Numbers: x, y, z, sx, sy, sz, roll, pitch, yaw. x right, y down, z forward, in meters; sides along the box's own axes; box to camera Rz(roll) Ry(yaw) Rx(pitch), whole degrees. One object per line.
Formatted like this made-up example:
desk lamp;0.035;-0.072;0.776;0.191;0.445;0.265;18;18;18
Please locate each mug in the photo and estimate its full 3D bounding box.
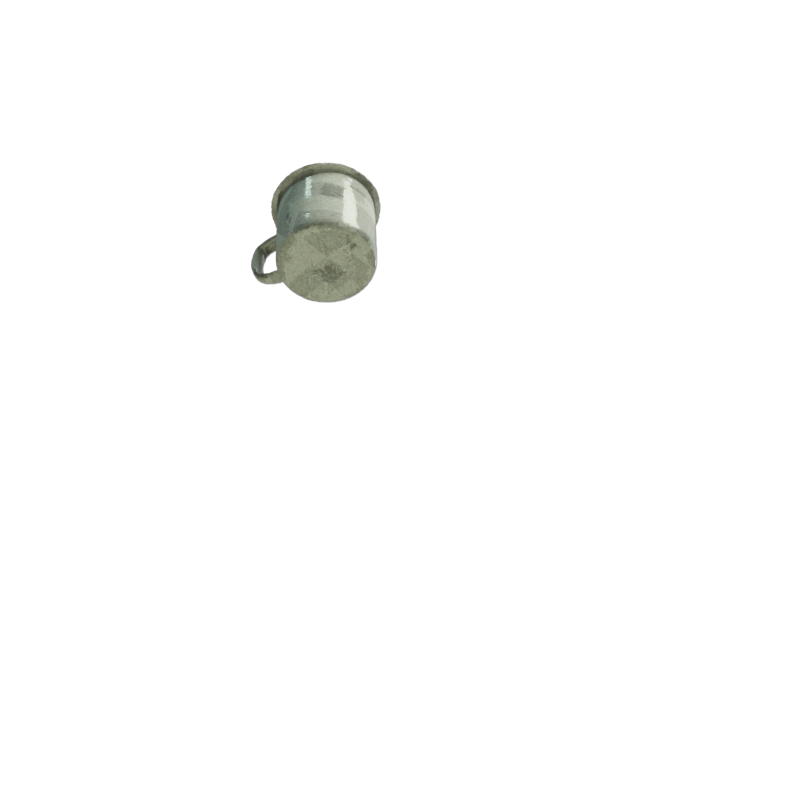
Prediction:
mug;-0.071;-0.130;0.912;0.118;0.086;0.087;-21;38;15
